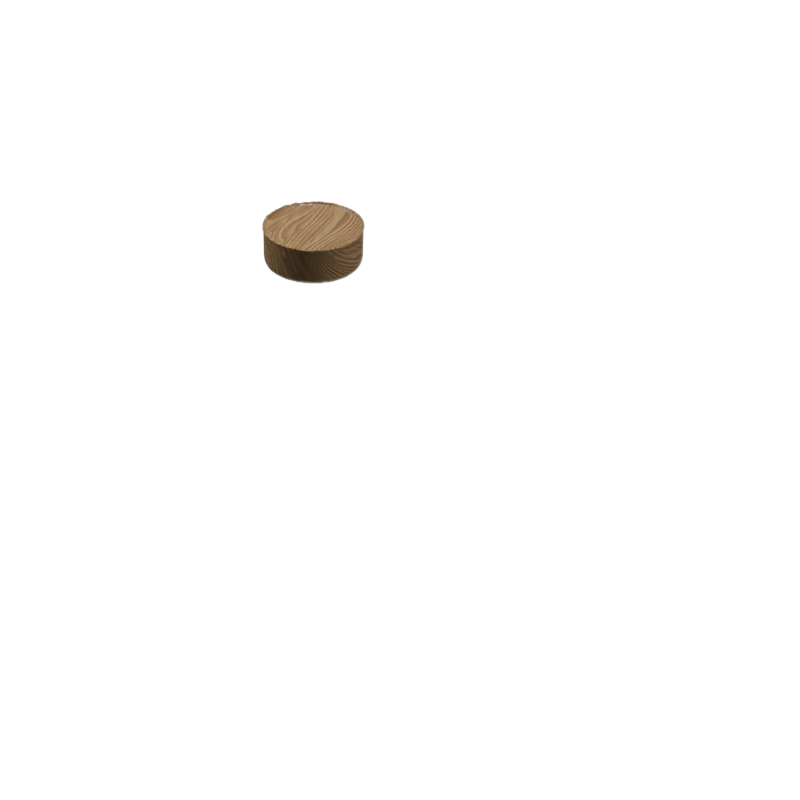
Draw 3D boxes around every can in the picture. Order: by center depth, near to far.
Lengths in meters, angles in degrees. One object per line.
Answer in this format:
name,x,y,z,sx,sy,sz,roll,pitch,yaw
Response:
can,-0.073,-0.134,0.937,0.086,0.031,0.092,-1,35,-2
